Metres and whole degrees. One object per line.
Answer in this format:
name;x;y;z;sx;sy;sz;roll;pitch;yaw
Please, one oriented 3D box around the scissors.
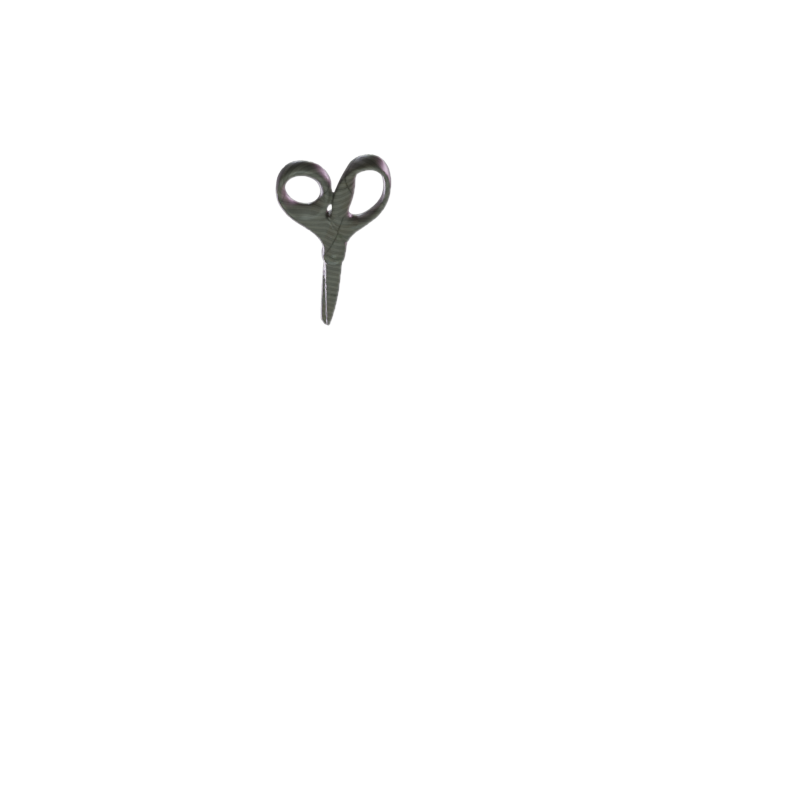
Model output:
scissors;-0.070;-0.127;0.888;0.093;0.017;0.193;13;-39;-17
